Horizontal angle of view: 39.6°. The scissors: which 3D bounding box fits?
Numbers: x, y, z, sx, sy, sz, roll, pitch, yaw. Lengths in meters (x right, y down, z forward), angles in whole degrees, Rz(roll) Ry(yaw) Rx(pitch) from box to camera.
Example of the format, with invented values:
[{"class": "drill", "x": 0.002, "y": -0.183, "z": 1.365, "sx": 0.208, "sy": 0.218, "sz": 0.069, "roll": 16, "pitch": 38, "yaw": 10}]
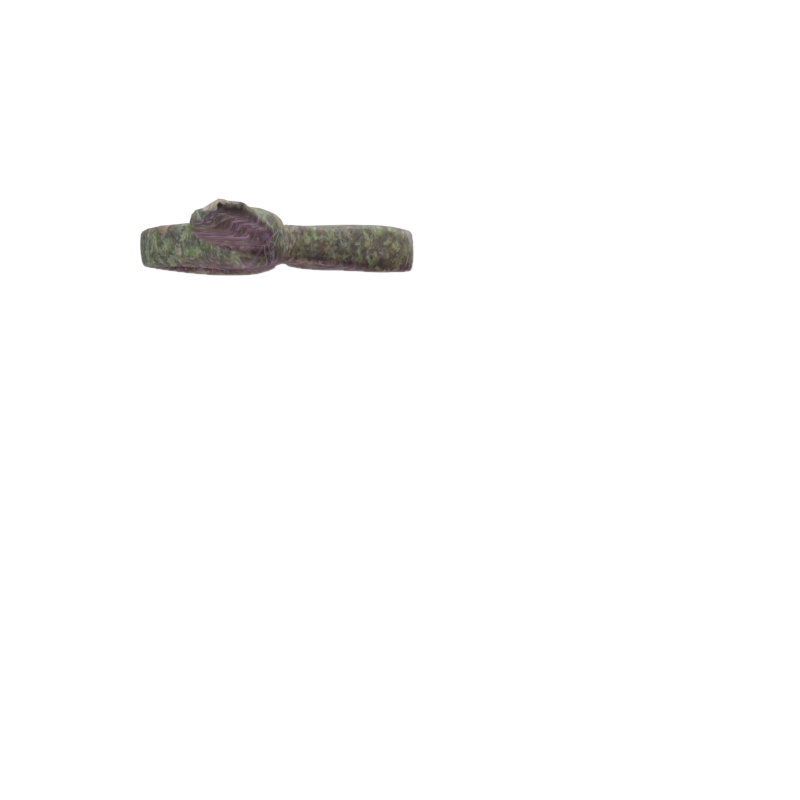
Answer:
[{"class": "scissors", "x": -0.023, "y": -0.042, "z": 0.296, "sx": 0.094, "sy": 0.016, "sz": 0.207, "roll": -2, "pitch": 6, "yaw": -19}]
